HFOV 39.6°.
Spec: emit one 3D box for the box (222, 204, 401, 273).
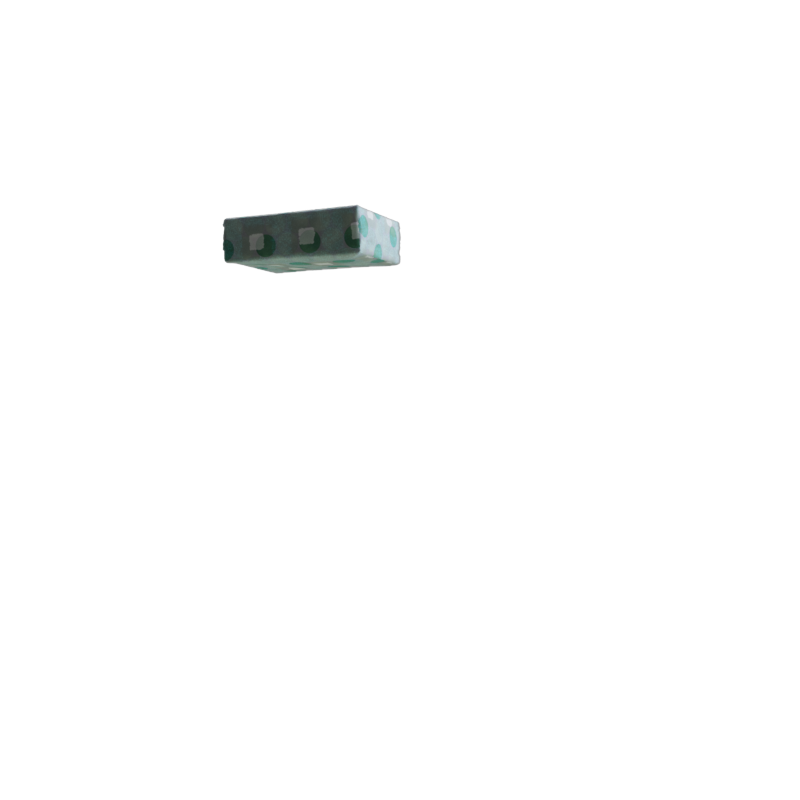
[{"bbox_3d":[-0.067,-0.121,0.851,0.116,0.039,0.087,0,0,22],"label":"box"}]
